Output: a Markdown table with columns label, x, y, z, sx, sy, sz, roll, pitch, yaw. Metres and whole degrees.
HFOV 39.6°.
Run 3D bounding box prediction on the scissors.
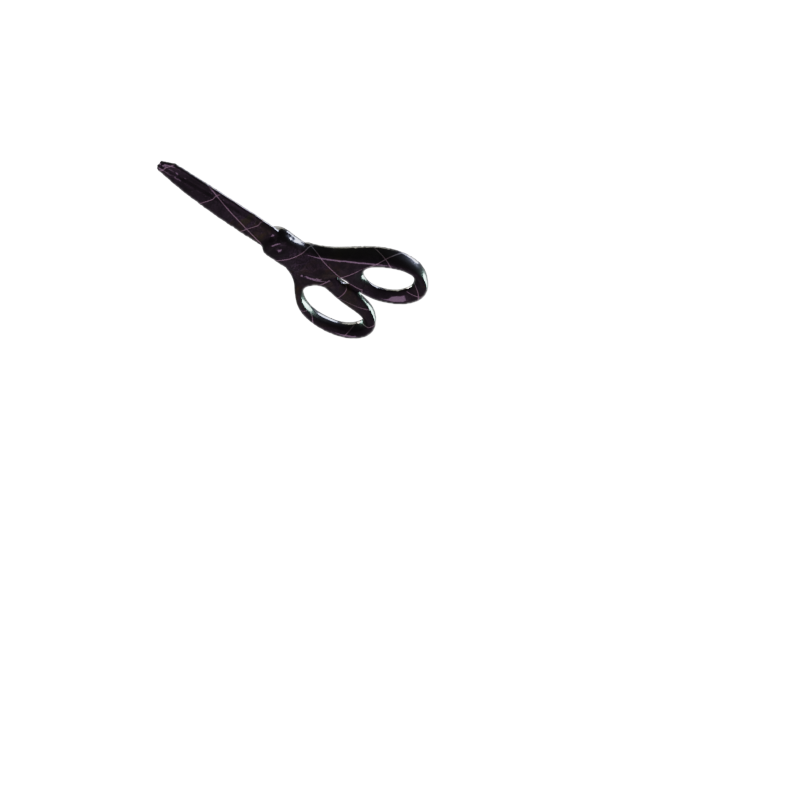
| label | x | y | z | sx | sy | sz | roll | pitch | yaw |
| --- | --- | --- | --- | --- | --- | --- | --- | --- | --- |
| scissors | -0.053 | -0.096 | 0.671 | 0.097 | 0.017 | 0.186 | -14 | -35 | 21 |
